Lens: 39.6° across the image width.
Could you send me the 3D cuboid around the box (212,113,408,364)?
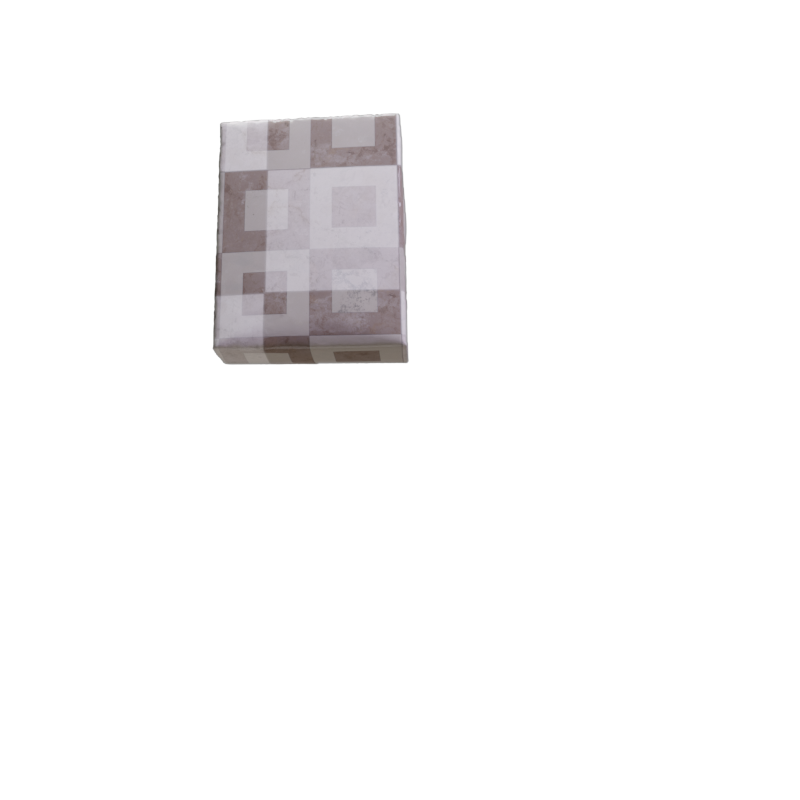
[{"bbox_3d":[-0.077,-0.140,0.979,0.165,0.224,0.068,-2,-19,5],"label":"box"}]
